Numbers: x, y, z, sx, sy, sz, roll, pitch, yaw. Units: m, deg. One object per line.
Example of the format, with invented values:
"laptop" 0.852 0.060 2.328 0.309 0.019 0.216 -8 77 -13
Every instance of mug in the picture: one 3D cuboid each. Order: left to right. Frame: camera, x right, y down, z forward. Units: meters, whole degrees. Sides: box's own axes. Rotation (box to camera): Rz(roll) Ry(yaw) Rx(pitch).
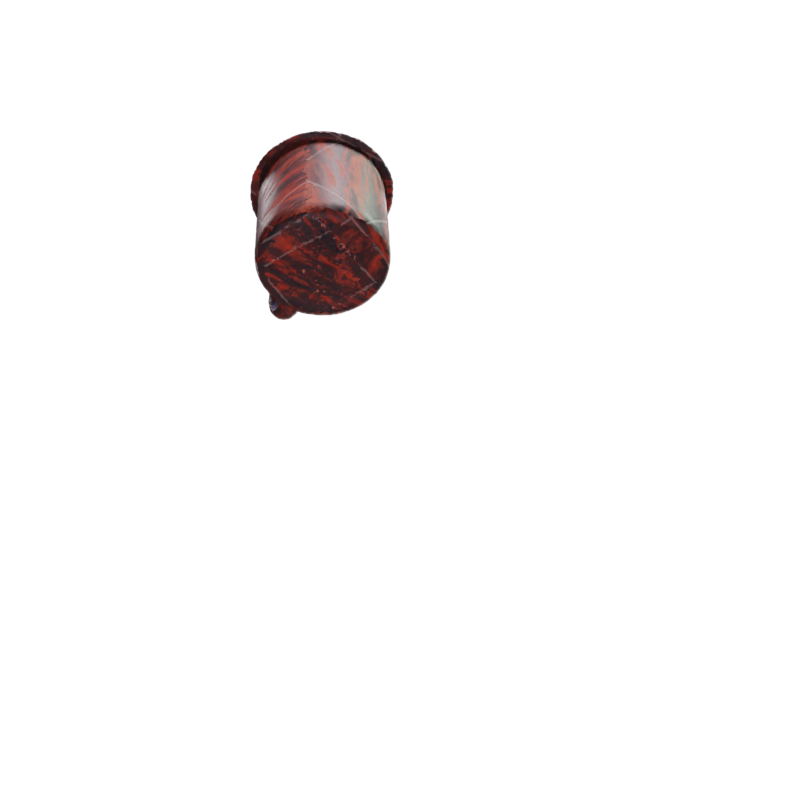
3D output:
"mug" -0.054 -0.099 0.694 0.090 0.113 0.087 23 34 -19
